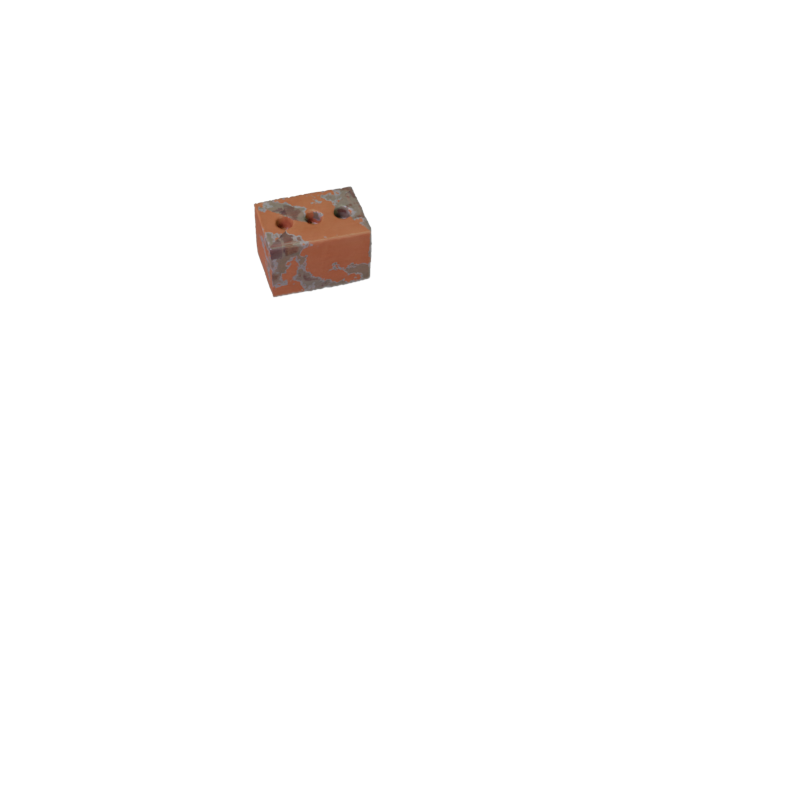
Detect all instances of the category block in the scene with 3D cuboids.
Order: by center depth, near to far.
[{"bbox_3d":[-0.064,-0.117,0.822,0.077,0.057,0.048,-12,-41,-12],"label":"block"}]
